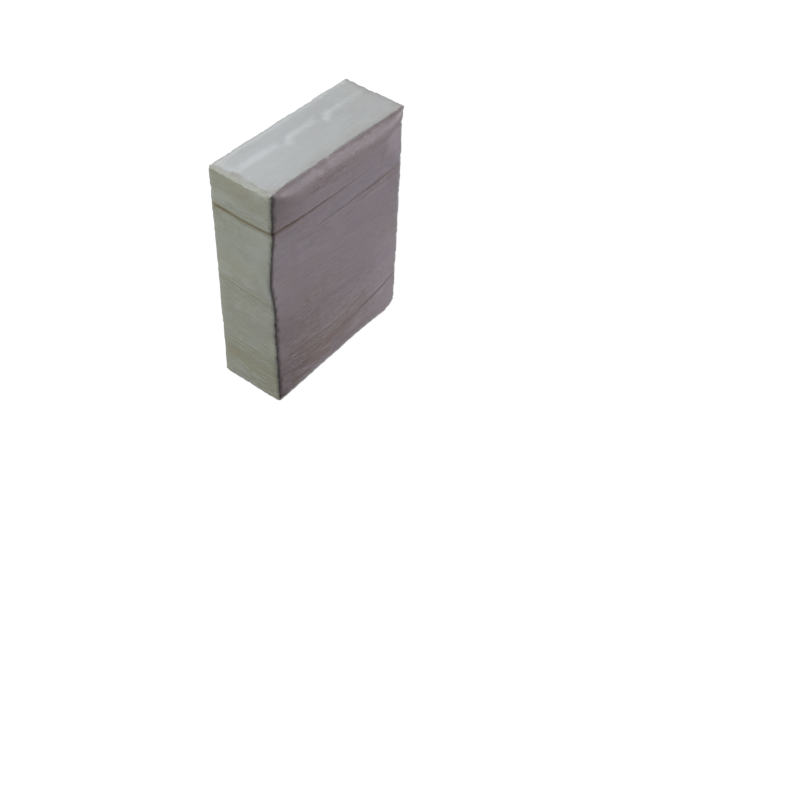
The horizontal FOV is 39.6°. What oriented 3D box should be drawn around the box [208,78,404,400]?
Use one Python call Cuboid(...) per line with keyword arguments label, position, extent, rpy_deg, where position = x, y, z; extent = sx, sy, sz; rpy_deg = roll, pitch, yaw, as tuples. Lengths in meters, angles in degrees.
Cuboid(label="box", position=(-0.071, -0.130, 0.911), extent=(0.076, 0.199, 0.167), rpy_deg=(28, 49, 24))
